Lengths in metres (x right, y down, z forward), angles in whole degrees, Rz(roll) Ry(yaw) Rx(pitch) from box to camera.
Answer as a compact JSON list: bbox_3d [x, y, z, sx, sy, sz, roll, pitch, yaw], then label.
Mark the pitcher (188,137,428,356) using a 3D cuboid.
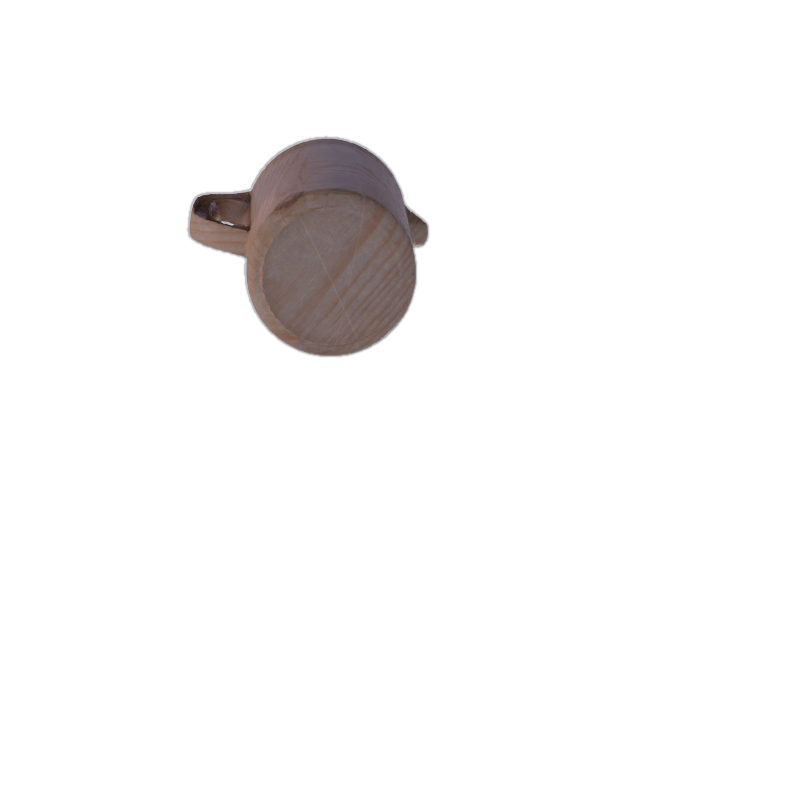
[{"bbox_3d":[-0.063,-0.115,0.804,0.149,0.141,0.251,-35,15,6],"label":"pitcher"}]
